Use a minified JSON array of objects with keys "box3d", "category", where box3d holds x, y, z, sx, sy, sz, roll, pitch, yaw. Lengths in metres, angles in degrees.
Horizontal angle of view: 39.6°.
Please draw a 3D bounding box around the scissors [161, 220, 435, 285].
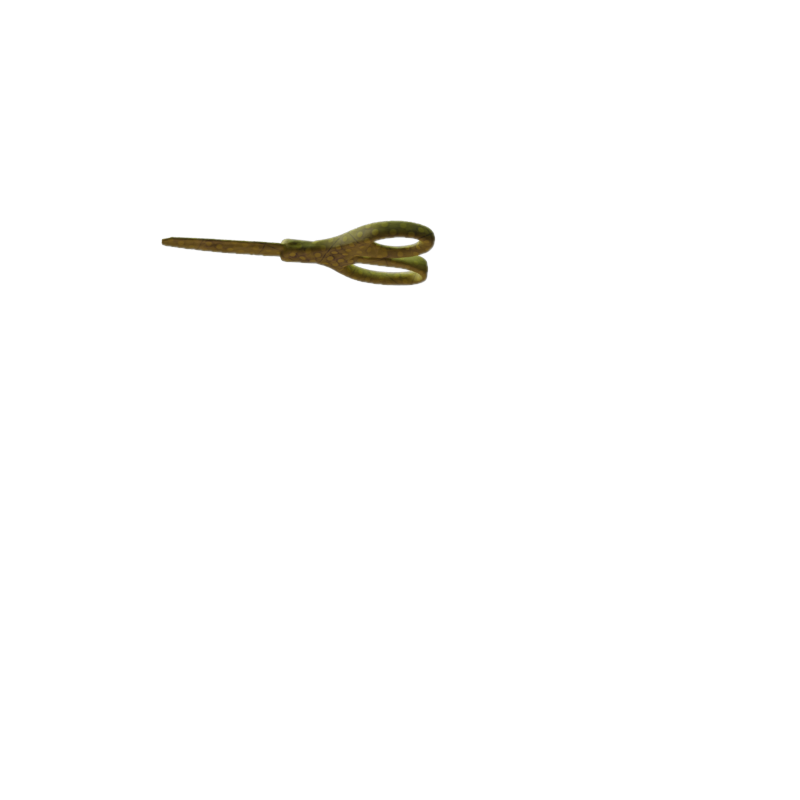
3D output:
[{"box3d":[-0.063,-0.115,0.806,0.195,0.017,0.094,9,-22,-23],"category":"scissors"}]
